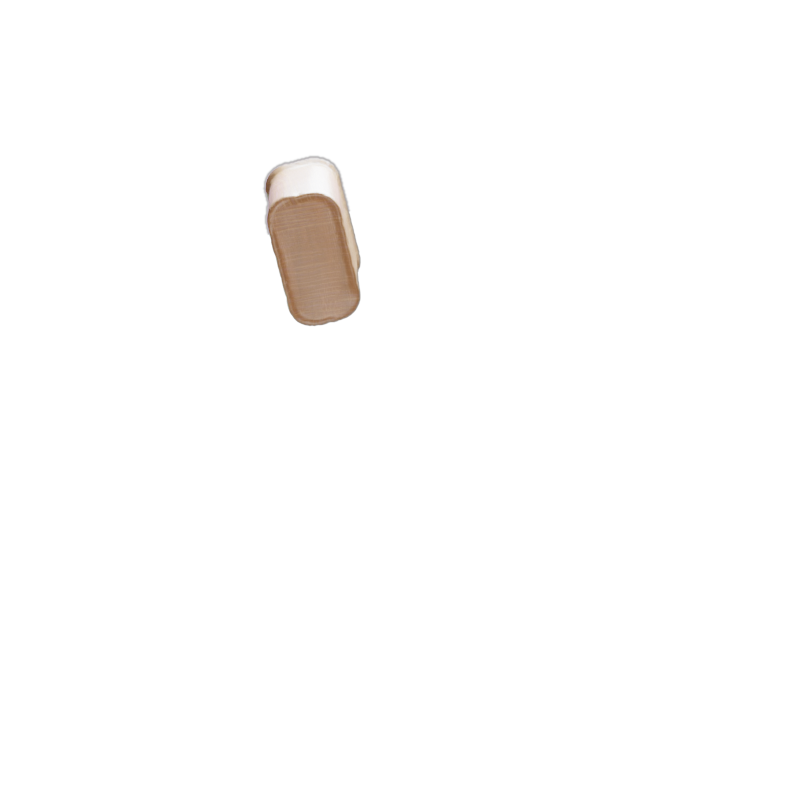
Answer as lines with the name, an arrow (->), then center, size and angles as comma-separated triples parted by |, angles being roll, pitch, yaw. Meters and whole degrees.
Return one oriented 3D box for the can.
can -> -0.062, -0.114, 0.797 | 0.058, 0.097, 0.088 | -13, 22, 3
